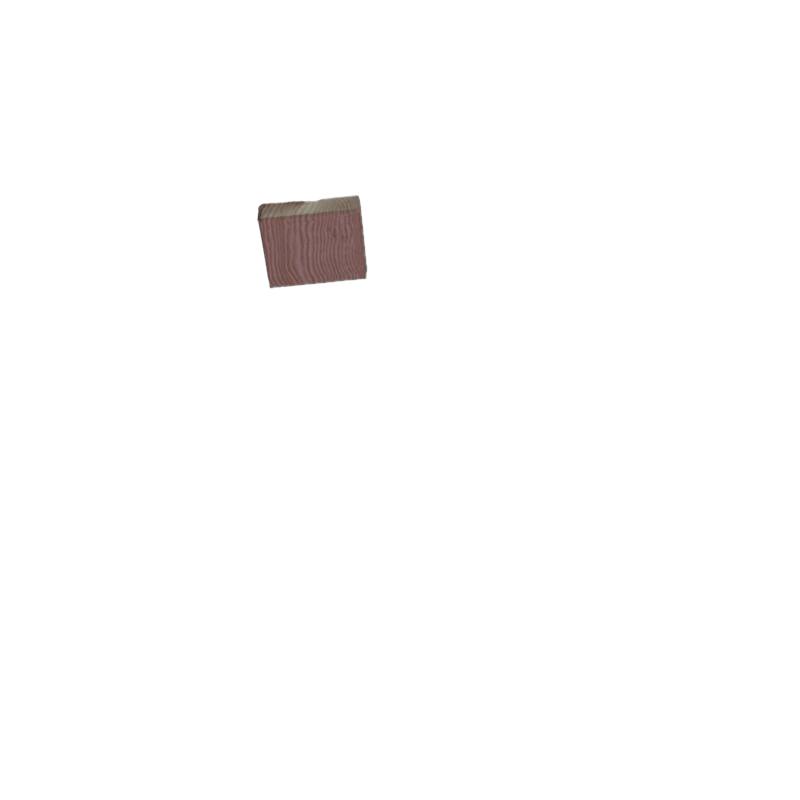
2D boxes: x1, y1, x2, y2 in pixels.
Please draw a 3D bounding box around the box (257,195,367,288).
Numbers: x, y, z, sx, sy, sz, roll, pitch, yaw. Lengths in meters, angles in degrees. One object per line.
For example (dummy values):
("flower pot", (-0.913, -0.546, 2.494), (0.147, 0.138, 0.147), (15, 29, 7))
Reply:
("box", (-0.076, -0.138, 0.970), (0.089, 0.068, 0.032), (-4, 37, 3))
